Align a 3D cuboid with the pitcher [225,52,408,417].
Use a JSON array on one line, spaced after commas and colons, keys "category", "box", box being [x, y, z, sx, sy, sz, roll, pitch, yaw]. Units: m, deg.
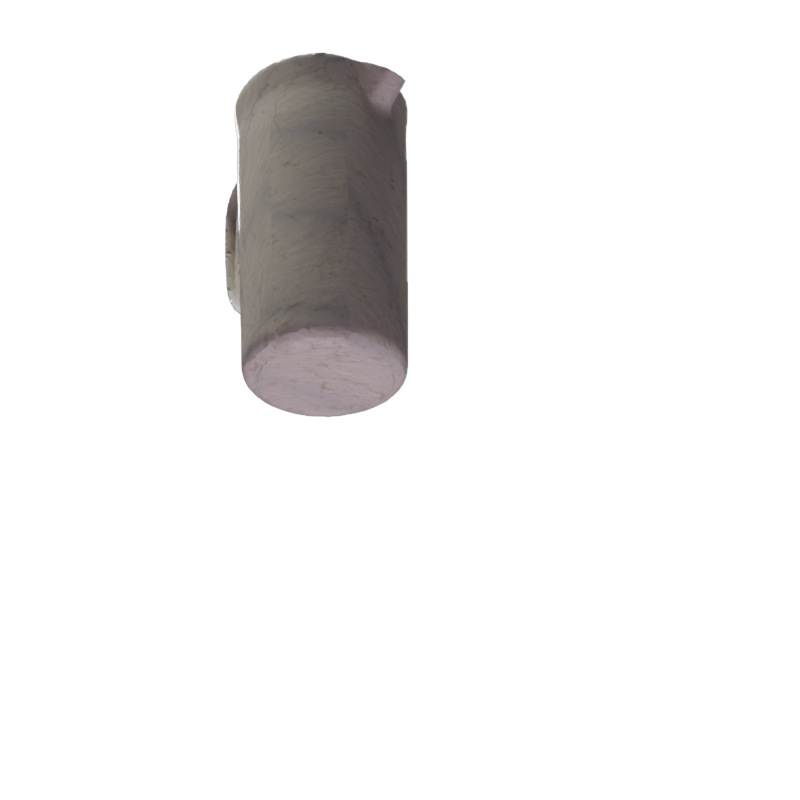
[{"category": "pitcher", "box": [-0.062, -0.113, 0.789, 0.145, 0.260, 0.139, -2, -34, 0]}]
